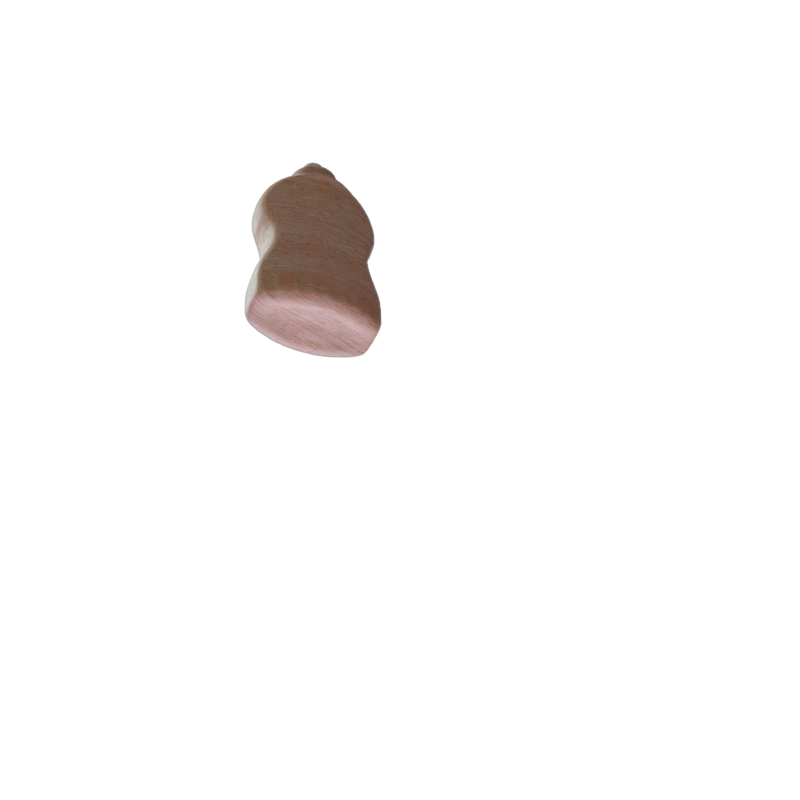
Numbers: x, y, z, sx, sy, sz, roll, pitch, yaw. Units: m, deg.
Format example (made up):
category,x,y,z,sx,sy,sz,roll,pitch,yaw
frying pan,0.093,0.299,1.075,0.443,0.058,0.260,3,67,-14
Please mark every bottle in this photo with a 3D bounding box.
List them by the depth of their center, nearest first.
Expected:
category,x,y,z,sx,sy,sz,roll,pitch,yaw
bottle,-0.067,-0.121,0.847,0.093,0.056,0.206,13,41,-16
